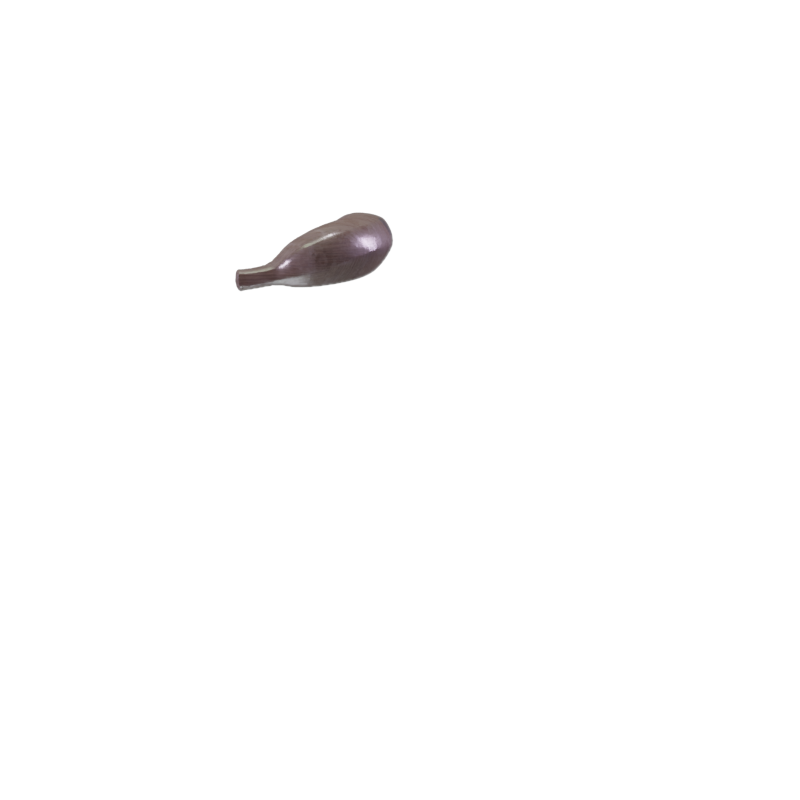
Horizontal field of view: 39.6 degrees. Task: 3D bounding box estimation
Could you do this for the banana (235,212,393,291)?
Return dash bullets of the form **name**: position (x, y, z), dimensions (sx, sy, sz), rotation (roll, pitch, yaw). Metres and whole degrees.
- **banana**: position (-0.039, -0.100, 0.706), dimensions (0.071, 0.036, 0.198), rotation (3, 14, 14)
